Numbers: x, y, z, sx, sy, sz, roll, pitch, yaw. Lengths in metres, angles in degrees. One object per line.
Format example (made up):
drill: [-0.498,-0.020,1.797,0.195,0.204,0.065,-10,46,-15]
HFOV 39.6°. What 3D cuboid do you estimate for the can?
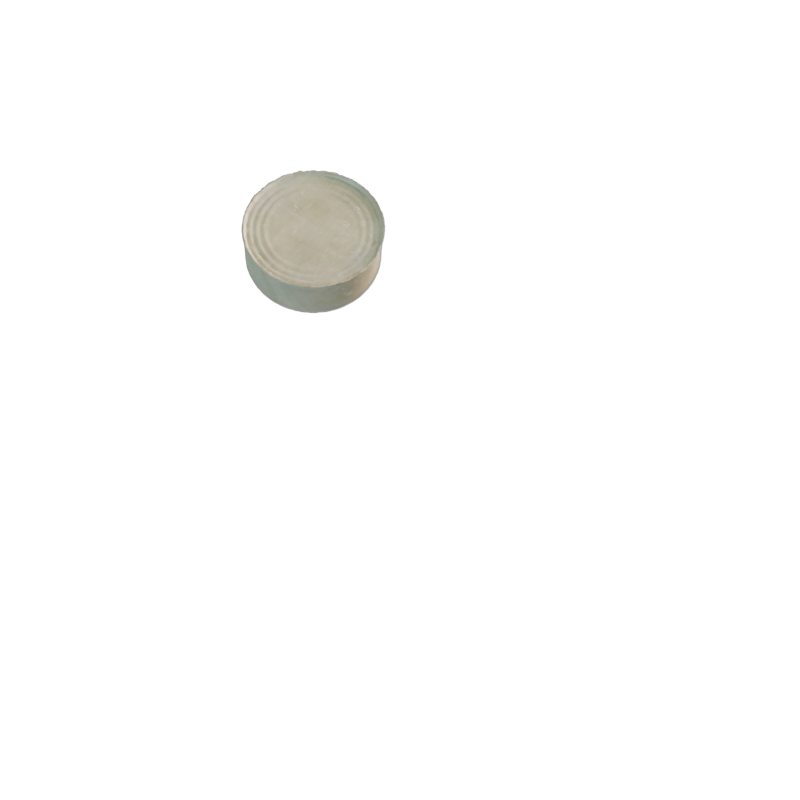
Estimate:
can: [-0.053,-0.096,0.675,0.086,0.092,0.031,-1,-31,-1]
